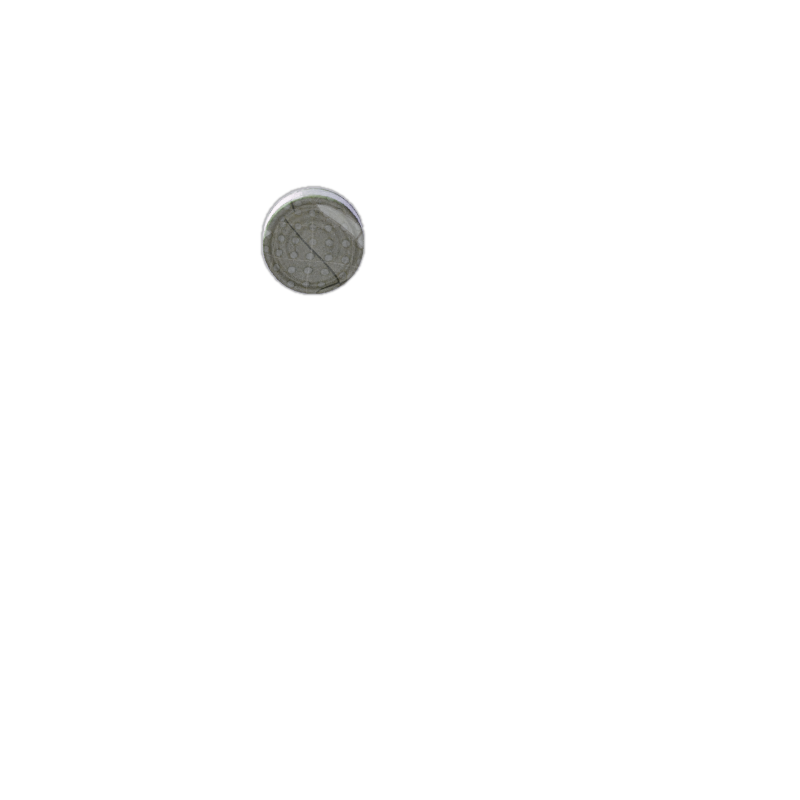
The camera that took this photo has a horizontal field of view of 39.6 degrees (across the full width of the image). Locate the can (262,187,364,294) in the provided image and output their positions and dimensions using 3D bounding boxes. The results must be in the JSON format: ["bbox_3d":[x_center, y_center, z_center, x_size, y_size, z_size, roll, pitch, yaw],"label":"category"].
[{"bbox_3d":[-0.072,-0.131,0.918,0.086,0.083,0.035,0,14,-1],"label":"can"}]
